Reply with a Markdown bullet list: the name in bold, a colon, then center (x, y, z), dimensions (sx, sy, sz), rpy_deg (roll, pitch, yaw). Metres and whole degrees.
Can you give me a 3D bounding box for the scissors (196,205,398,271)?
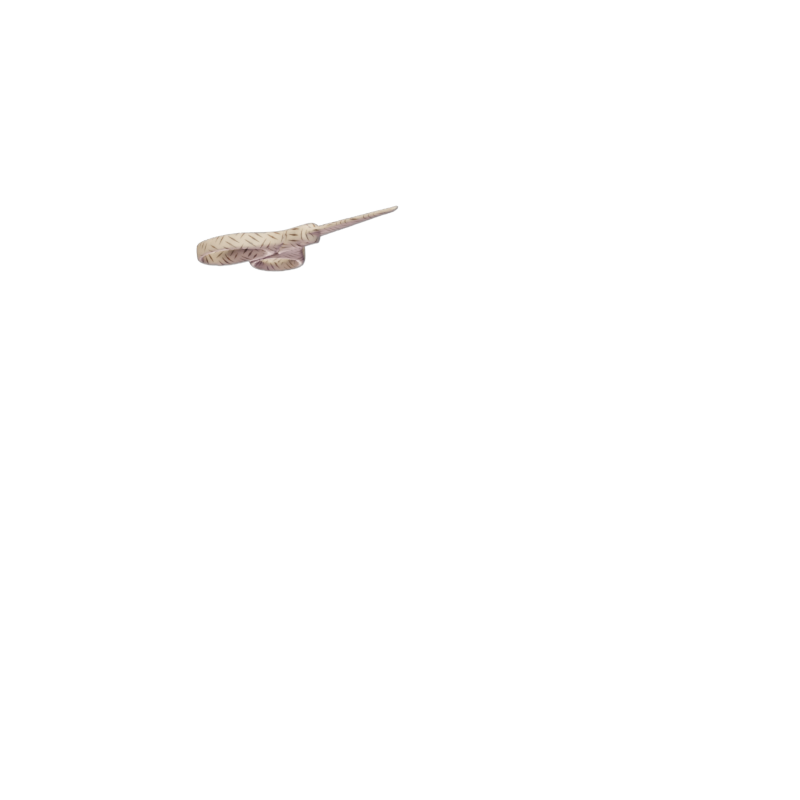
- **scissors**: center (-0.067, -0.123, 0.859), dimensions (0.207, 0.016, 0.091), rpy_deg (-4, -8, 32)
